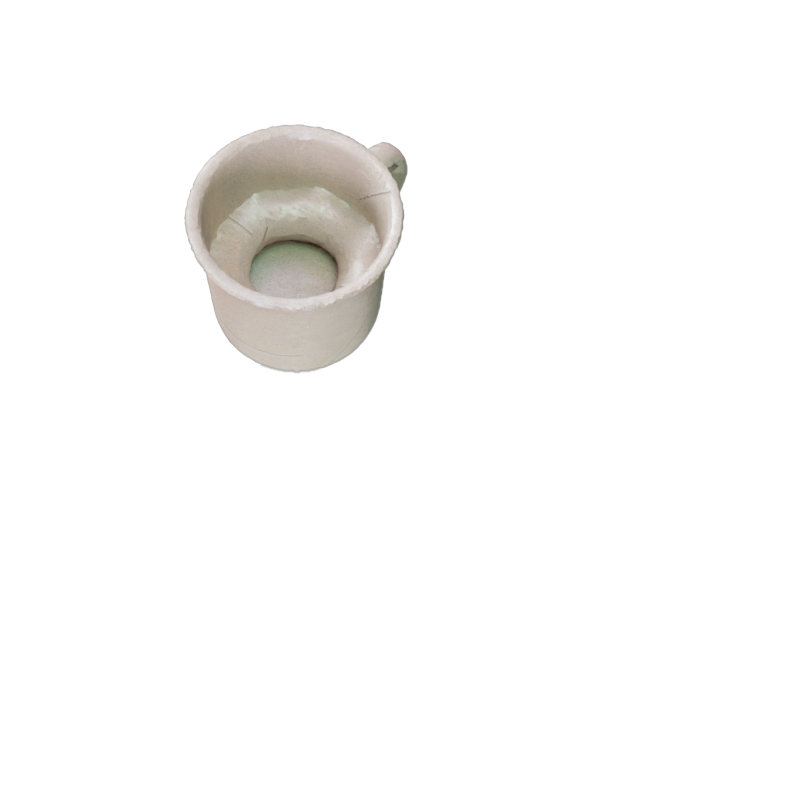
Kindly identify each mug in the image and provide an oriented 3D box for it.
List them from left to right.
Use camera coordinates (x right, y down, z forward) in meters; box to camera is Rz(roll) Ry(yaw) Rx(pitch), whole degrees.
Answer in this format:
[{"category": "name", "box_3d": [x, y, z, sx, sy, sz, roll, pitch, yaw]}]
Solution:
[{"category": "mug", "box_3d": [-0.040, -0.073, 0.509, 0.097, 0.119, 0.077, 37, -22, 16]}]
